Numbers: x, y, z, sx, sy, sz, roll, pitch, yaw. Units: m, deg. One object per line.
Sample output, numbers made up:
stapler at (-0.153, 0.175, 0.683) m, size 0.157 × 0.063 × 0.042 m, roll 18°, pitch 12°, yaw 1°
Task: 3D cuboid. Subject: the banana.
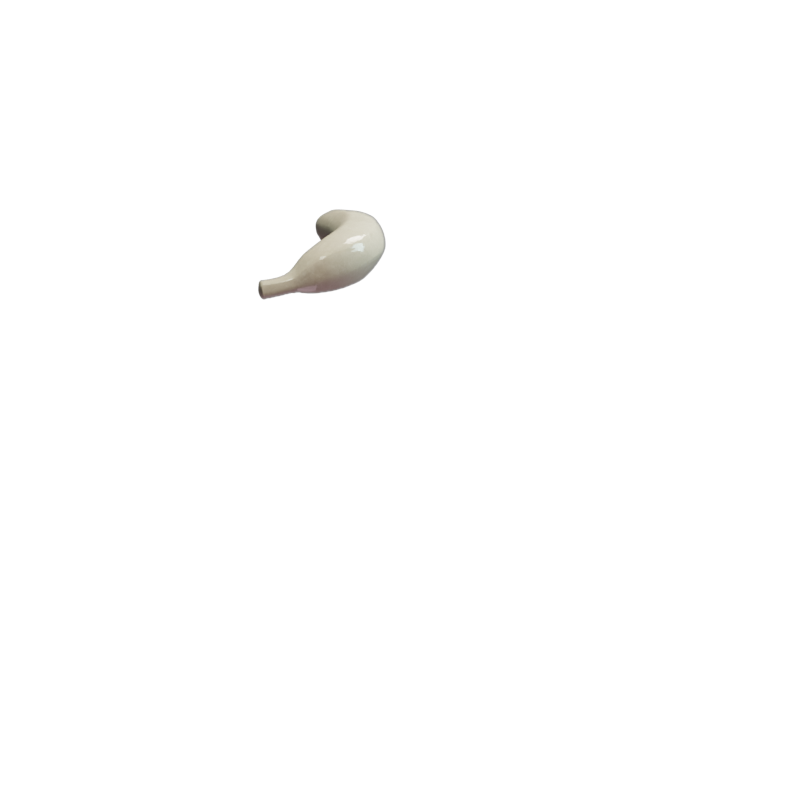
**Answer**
banana at (-0.044, -0.110, 0.780) m, size 0.070 × 0.035 × 0.202 m, roll 3°, pitch 19°, yaw 8°
